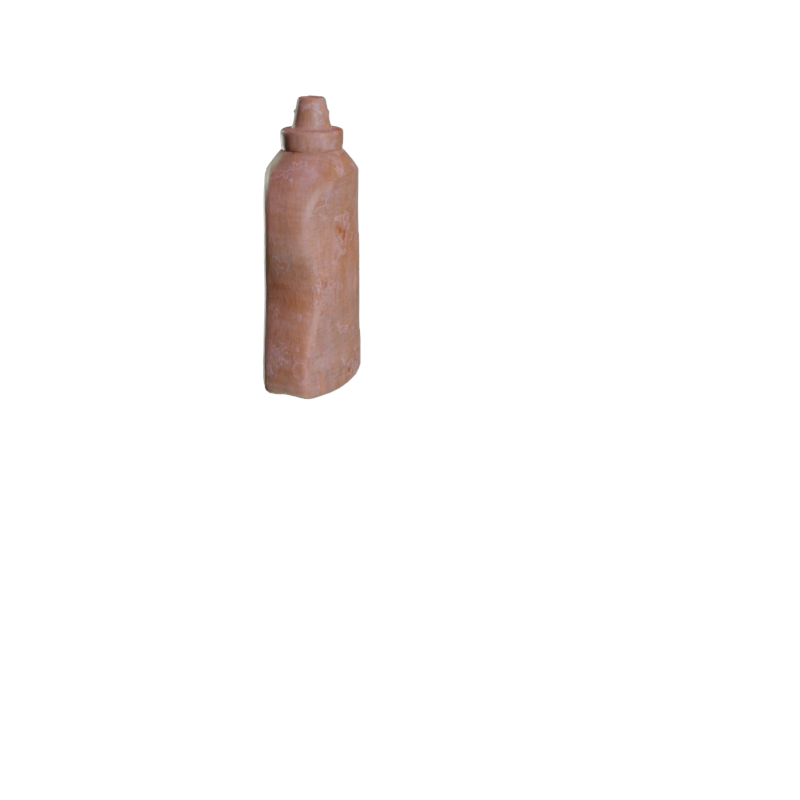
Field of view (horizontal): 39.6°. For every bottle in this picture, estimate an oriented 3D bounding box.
[{"bbox_3d":[-0.058,-0.105,0.736,0.060,0.185,0.096,7,17,21],"label":"bottle"}]
